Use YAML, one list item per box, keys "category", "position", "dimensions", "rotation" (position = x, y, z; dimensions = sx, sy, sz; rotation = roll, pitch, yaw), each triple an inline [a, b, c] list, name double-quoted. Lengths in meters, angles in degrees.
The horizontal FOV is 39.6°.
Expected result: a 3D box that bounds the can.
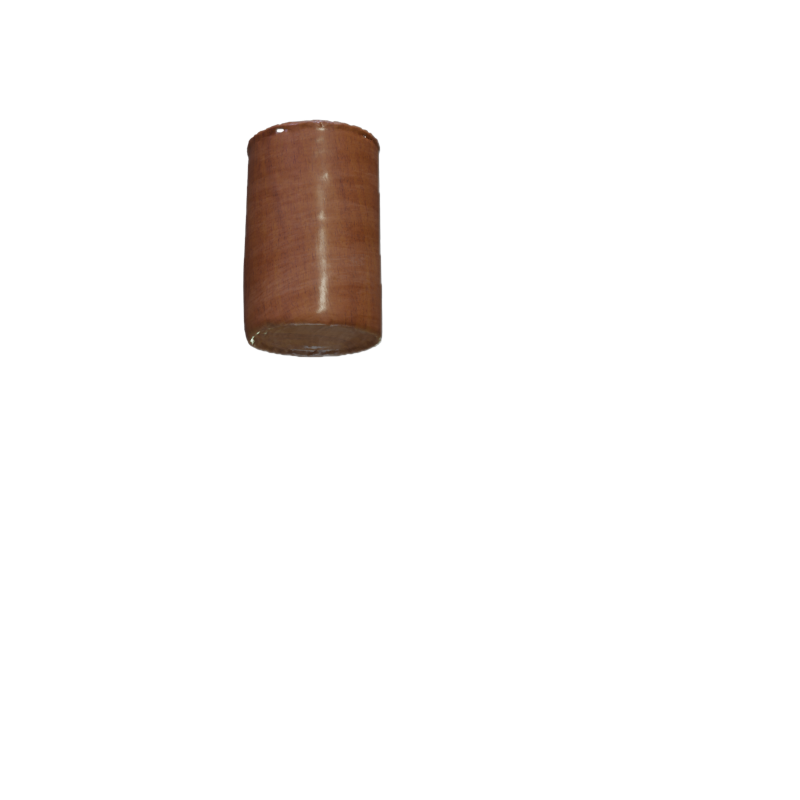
- category: "can"
  position: [-0.043, -0.078, 0.548]
  dimensions: [0.068, 0.107, 0.066]
  rotation: [0, -17, -2]
